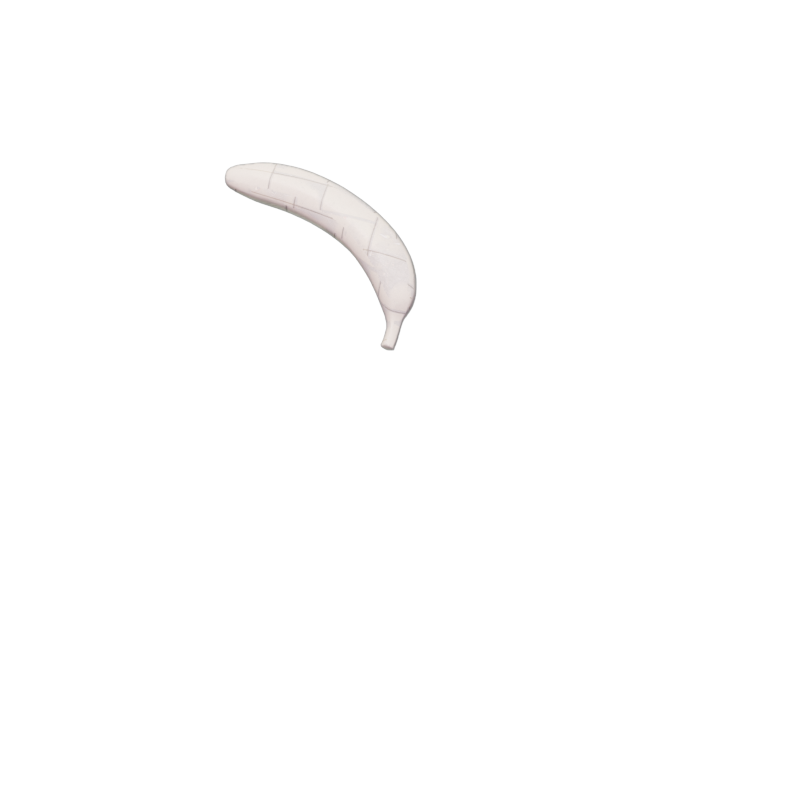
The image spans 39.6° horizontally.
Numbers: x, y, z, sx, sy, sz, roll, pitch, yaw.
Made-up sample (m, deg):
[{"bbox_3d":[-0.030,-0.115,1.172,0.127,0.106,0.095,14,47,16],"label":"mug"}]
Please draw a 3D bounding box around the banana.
[{"bbox_3d":[-0.051,-0.131,0.857,0.070,0.208,0.035,-38,-20,-16],"label":"banana"}]
